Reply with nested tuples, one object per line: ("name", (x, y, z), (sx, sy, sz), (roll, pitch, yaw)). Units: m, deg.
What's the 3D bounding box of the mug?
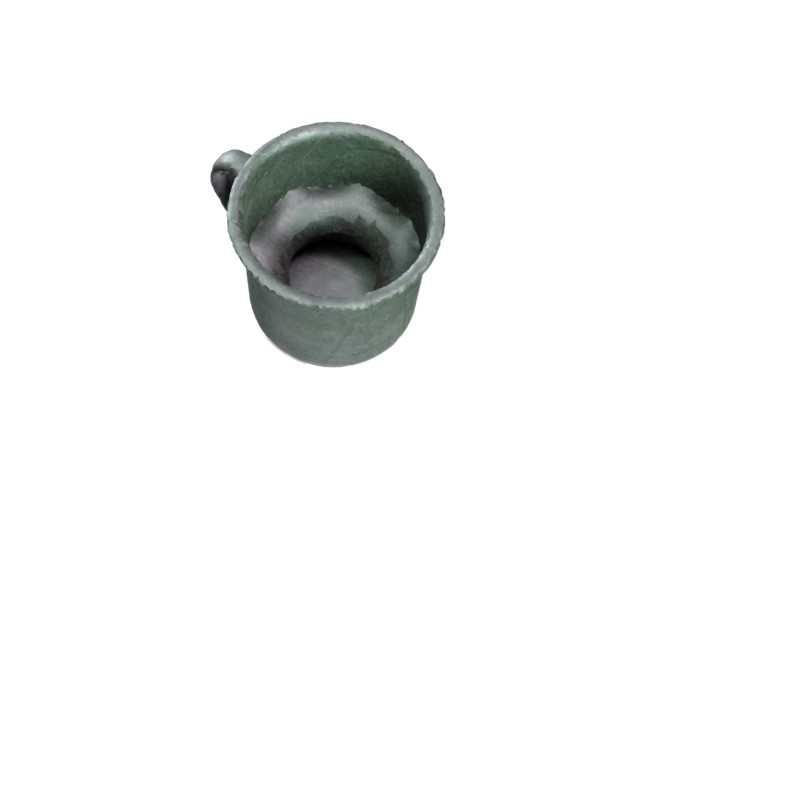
("mug", (-0.040, -0.073, 0.508), (0.121, 0.095, 0.077), (32, -22, 14))
